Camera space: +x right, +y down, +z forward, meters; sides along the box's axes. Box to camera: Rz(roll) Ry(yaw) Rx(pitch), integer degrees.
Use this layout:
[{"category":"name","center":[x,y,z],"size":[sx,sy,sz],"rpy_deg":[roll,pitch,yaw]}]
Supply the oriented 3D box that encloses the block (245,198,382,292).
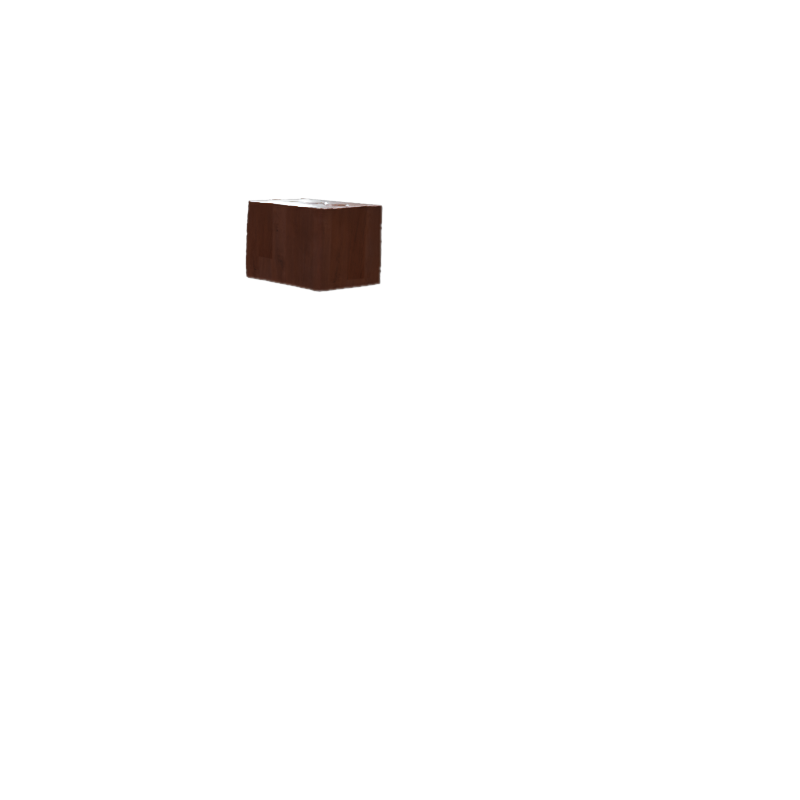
[{"category":"block","center":[-0.055,-0.101,0.706],"size":[0.051,0.050,0.082],"rpy_deg":[-9,15,-41]}]
